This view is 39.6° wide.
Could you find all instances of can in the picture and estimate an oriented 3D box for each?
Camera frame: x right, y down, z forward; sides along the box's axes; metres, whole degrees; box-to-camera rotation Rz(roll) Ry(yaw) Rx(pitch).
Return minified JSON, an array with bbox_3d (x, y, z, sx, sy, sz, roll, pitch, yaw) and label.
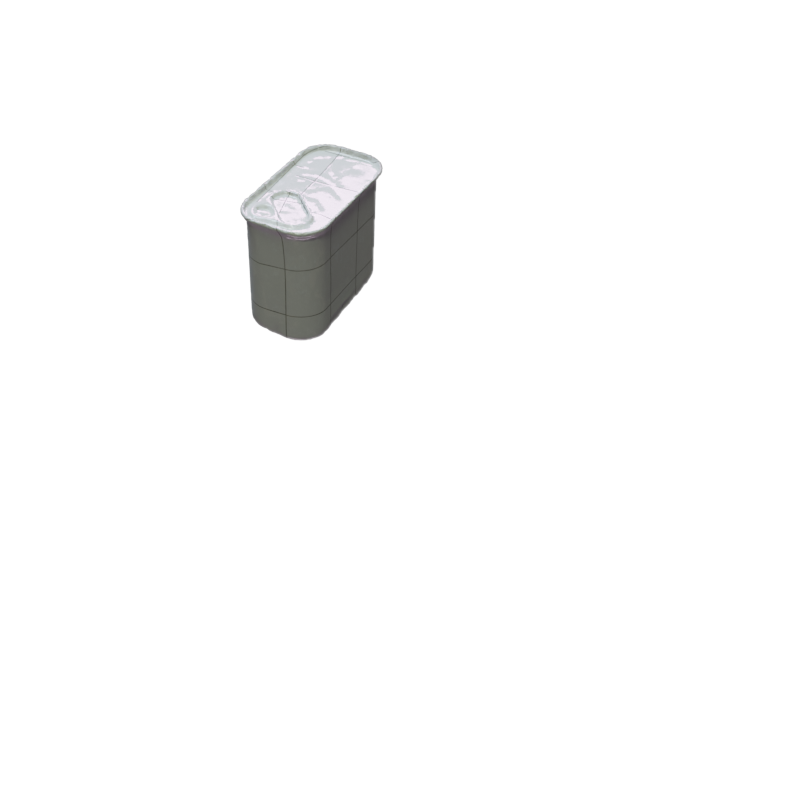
[{"bbox_3d":[-0.055,-0.100,0.699,0.060,0.078,0.105,18,42,19],"label":"can"}]
